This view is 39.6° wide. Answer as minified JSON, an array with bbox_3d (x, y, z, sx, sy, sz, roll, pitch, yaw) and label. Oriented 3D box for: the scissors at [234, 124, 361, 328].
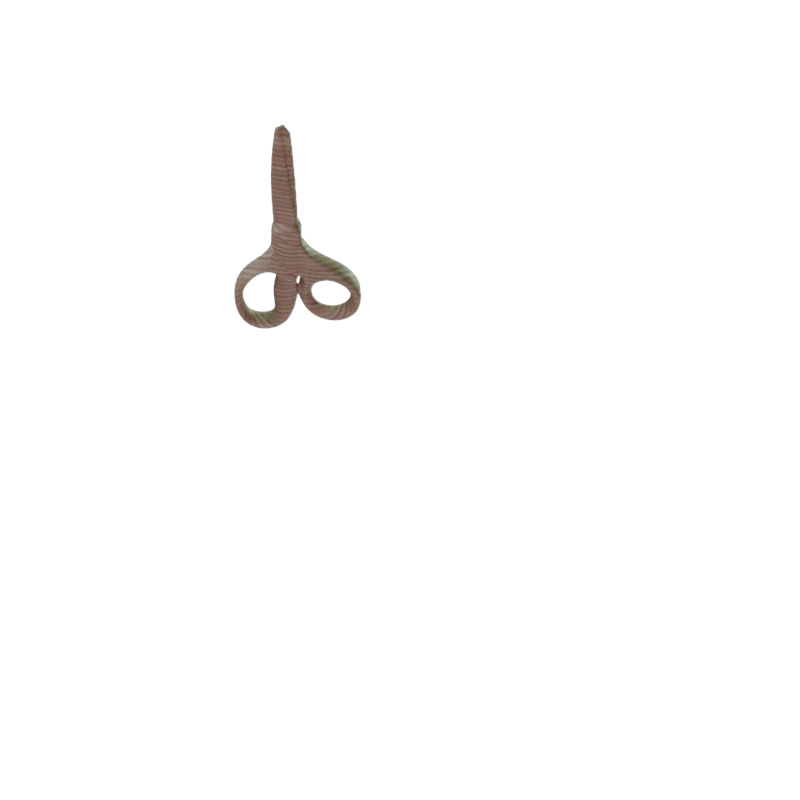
[{"bbox_3d":[-0.056,-0.102,0.718,0.094,0.017,0.193,10,-33,-15],"label":"scissors"}]
